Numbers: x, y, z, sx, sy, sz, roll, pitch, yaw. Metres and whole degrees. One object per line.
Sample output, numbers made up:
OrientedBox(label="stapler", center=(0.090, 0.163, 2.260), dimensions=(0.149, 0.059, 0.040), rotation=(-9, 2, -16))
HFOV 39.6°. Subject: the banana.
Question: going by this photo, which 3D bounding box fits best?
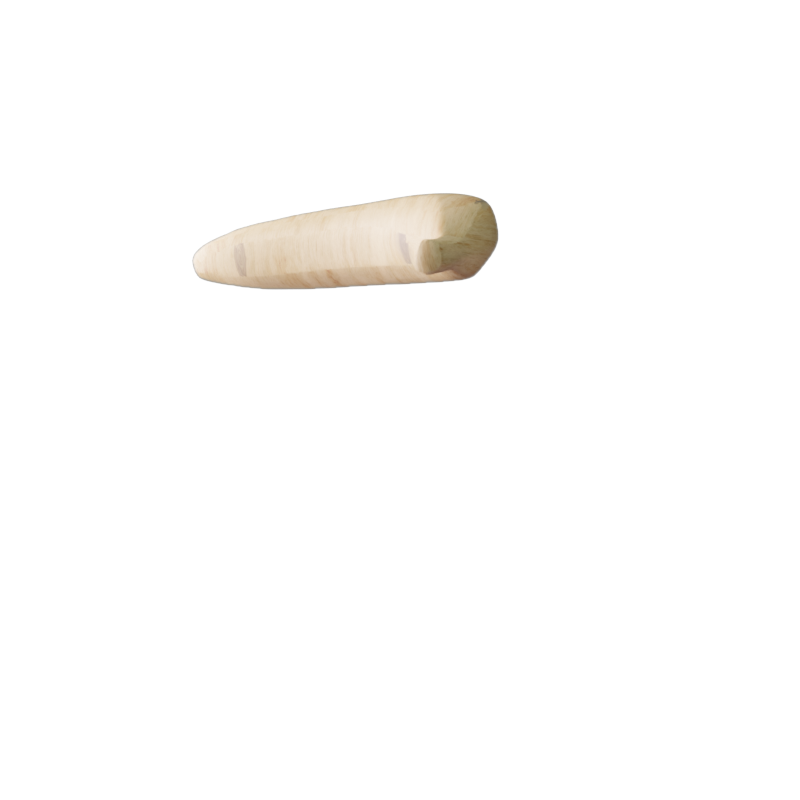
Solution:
OrientedBox(label="banana", center=(-0.019, -0.067, 0.475), dimensions=(0.067, 0.037, 0.204), rotation=(-1, 4, -34))
